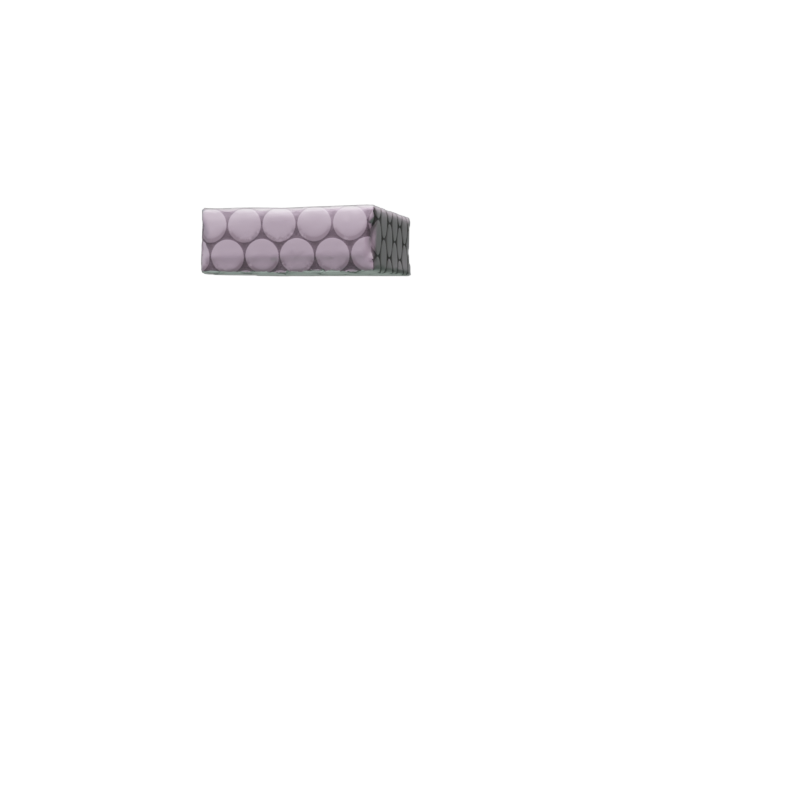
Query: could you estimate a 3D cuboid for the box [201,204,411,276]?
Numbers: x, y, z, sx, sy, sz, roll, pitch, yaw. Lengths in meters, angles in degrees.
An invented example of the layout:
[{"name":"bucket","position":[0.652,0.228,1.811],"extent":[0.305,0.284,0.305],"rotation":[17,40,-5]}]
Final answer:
[{"name":"box","position":[-0.038,-0.069,0.485],"extent":[0.074,0.030,0.088],"rotation":[1,6,12]}]
